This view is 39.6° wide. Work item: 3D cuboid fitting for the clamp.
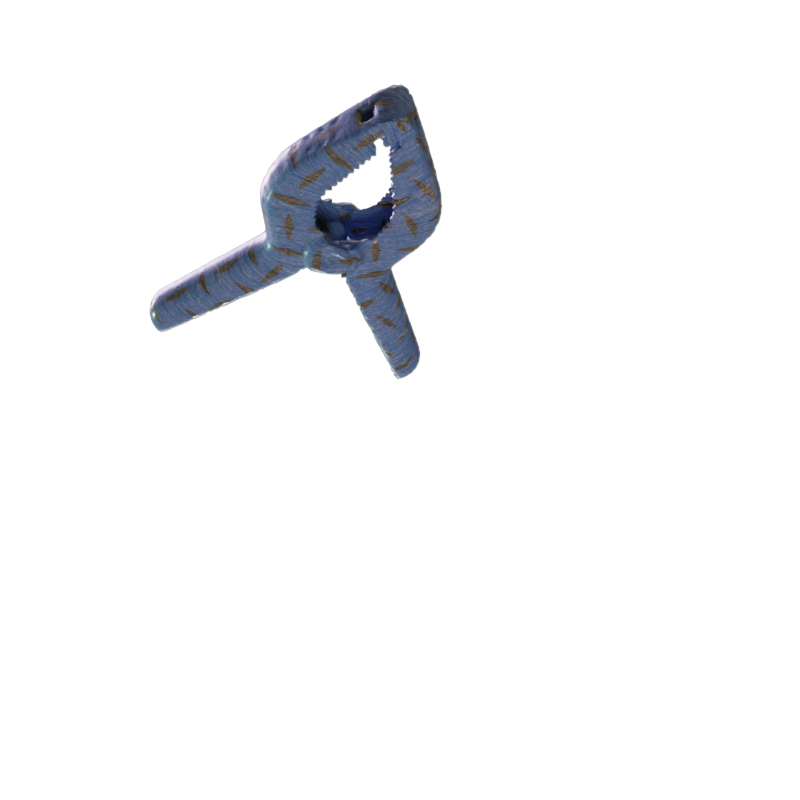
[{"bbox_3d":[-0.047,-0.085,0.598,0.162,0.039,0.199,8,-38,-10],"label":"clamp"}]
